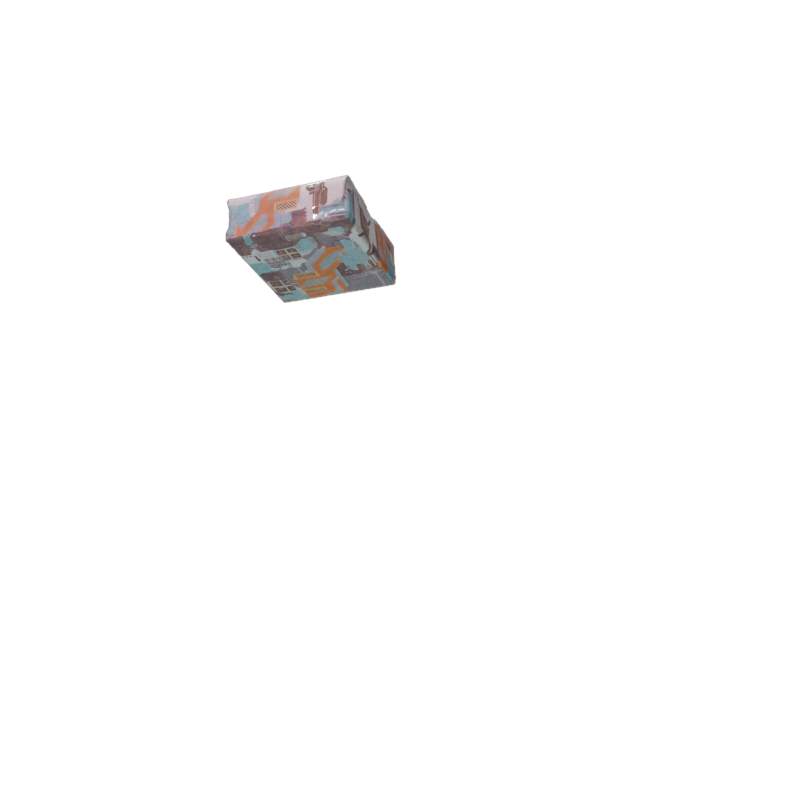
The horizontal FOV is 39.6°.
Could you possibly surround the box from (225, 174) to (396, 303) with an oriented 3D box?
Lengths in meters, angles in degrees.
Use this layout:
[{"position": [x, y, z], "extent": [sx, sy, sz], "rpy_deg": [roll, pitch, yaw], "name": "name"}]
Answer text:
[{"position": [-0.050, -0.092, 0.641], "extent": [0.074, 0.032, 0.083], "rpy_deg": [-8, -25, 17], "name": "box"}]
